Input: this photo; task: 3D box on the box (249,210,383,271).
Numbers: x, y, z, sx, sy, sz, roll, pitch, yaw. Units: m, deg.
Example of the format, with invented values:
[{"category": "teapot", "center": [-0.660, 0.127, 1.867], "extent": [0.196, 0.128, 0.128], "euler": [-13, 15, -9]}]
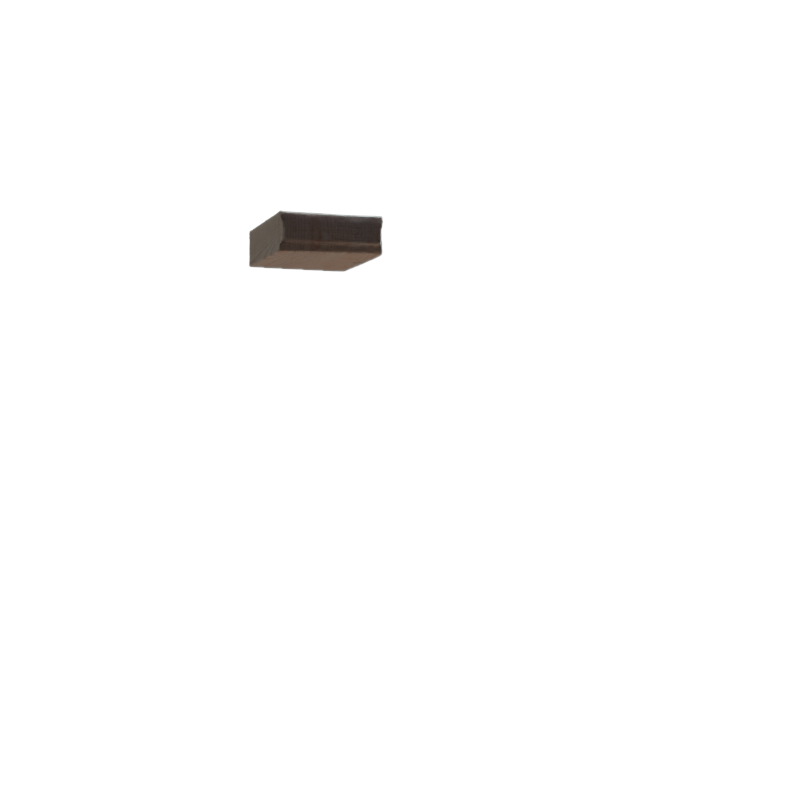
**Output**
[{"category": "box", "center": [-0.060, -0.110, 0.770], "extent": [0.071, 0.031, 0.090], "euler": [1, -2, -19]}]
